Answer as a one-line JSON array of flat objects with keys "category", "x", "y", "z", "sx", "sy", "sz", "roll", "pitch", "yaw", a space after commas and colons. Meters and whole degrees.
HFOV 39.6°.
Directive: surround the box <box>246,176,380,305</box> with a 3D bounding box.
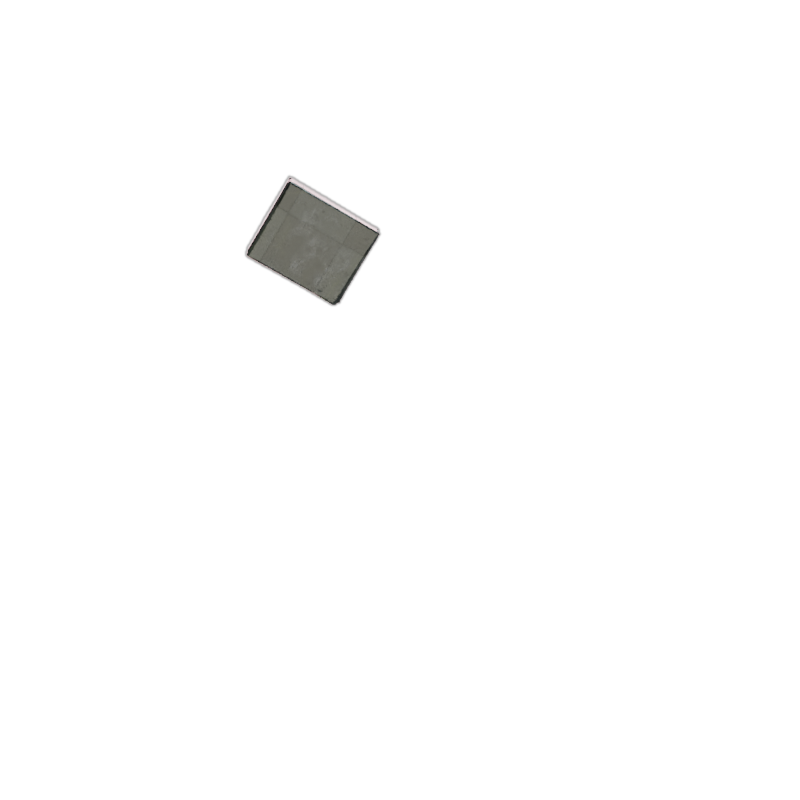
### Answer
[{"category": "box", "x": -0.072, "y": -0.131, "z": 0.921, "sx": 0.088, "sy": 0.072, "sz": 0.031, "roll": 30, "pitch": 11, "yaw": -7}]
